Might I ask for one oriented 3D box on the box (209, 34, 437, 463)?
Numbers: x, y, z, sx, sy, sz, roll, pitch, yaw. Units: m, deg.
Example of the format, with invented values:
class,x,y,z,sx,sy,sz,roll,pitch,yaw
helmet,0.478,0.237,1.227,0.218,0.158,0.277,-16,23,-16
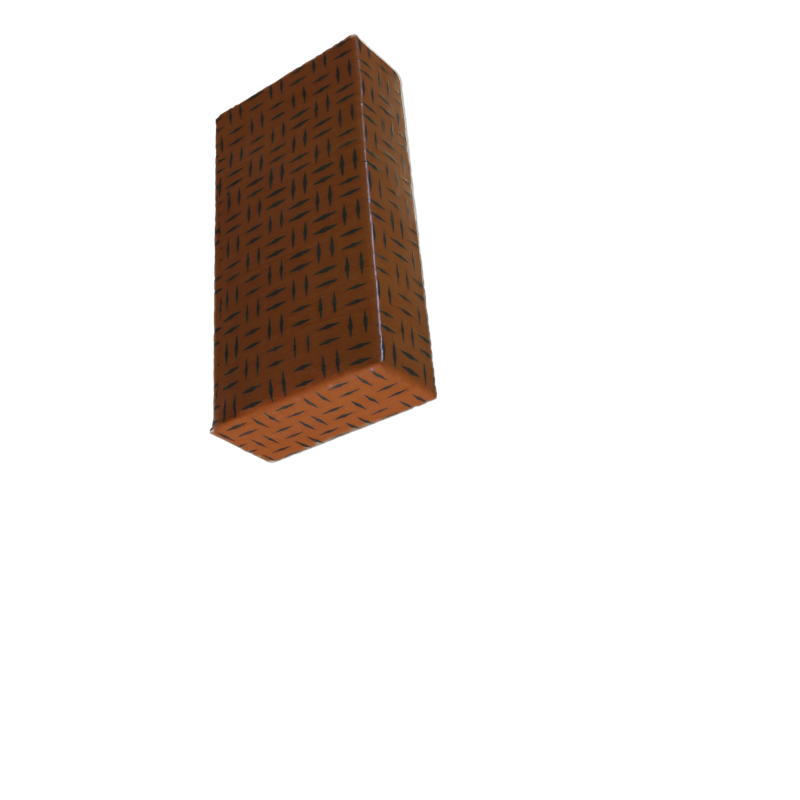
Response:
class,x,y,z,sx,sy,sz,roll,pitch,yaw
box,-0.039,-0.071,0.498,0.094,0.188,0.045,-24,-39,29
